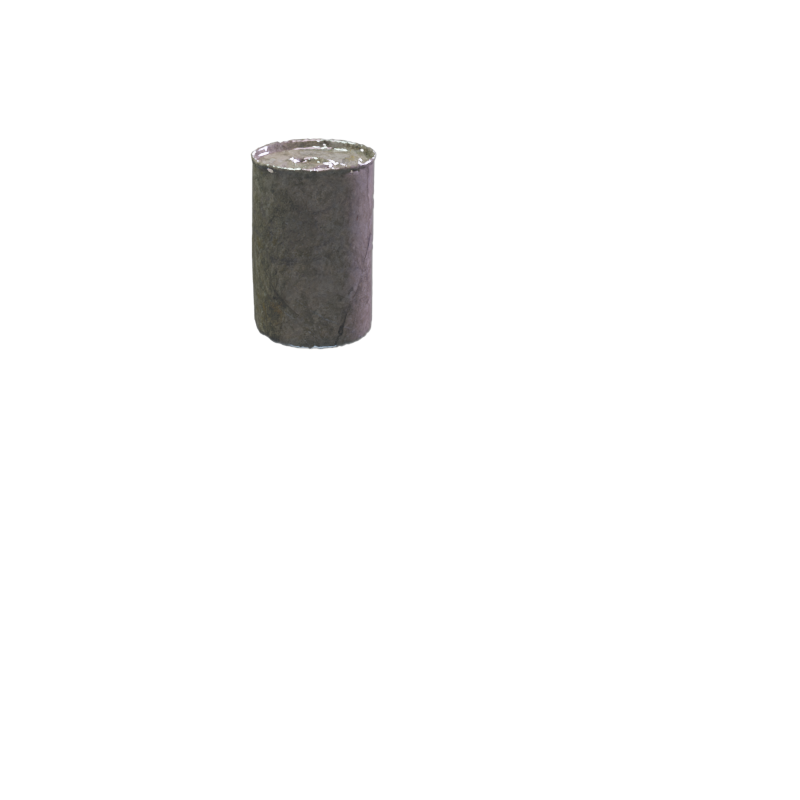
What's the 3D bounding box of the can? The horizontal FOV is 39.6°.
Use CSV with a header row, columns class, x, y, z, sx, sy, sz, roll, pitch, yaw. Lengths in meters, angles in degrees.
class,x,y,z,sx,sy,sz,roll,pitch,yaw
can,-0.048,-0.088,0.615,0.068,0.098,0.072,0,21,-2
